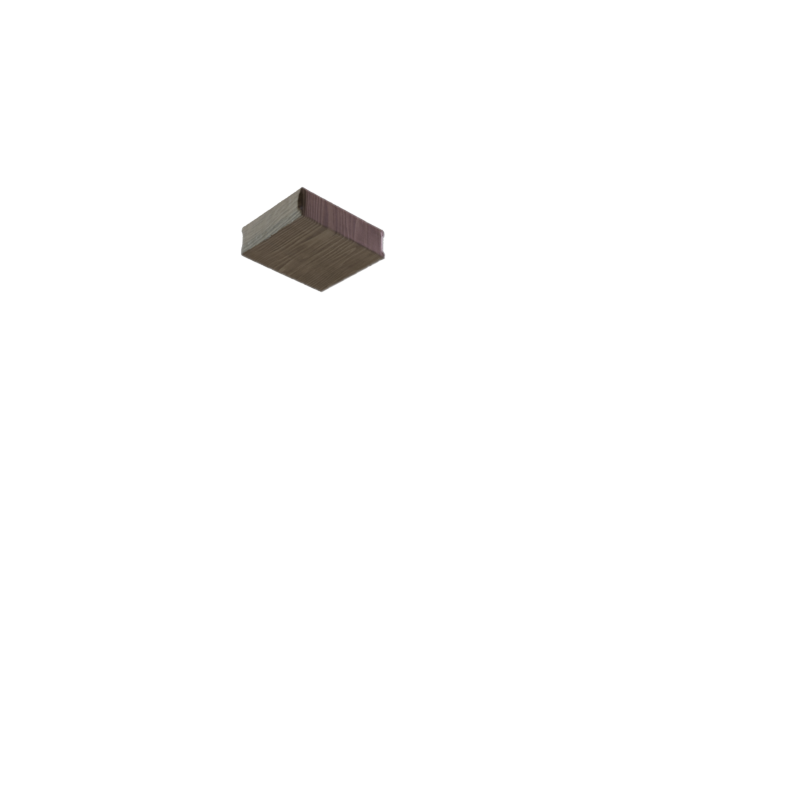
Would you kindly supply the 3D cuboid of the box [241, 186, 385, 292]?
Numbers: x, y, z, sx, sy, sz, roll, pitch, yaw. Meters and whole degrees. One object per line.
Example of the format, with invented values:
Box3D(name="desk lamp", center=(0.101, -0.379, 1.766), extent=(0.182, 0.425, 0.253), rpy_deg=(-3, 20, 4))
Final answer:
Box3D(name="box", center=(-0.068, -0.123, 0.864), extent=(0.084, 0.032, 0.073), rpy_deg=(23, -36, -37))
